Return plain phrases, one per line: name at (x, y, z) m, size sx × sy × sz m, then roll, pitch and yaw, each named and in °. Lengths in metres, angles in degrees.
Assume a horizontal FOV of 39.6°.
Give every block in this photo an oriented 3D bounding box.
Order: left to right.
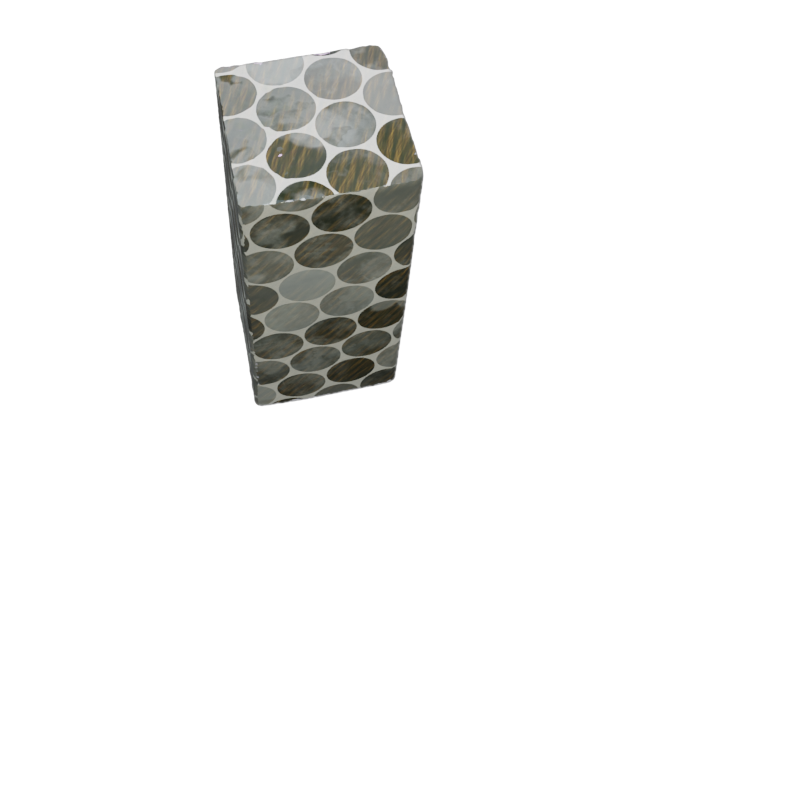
block at (-0.048, -0.088, 0.619) m, size 0.089 × 0.097 × 0.194 m, roll -9°, pitch -28°, yaw -9°
